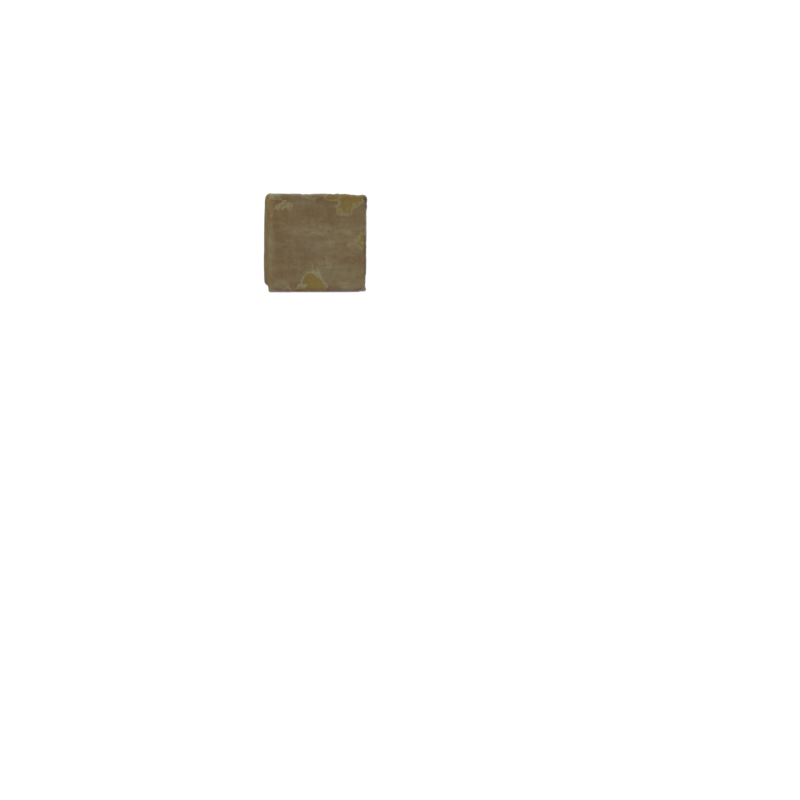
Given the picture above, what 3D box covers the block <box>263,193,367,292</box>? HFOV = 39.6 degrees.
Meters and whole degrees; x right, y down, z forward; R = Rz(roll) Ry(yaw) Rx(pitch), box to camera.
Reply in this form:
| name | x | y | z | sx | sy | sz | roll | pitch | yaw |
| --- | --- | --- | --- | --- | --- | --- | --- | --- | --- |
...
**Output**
| name | x | y | z | sx | sy | sz | roll | pitch | yaw |
| --- | --- | --- | --- | --- | --- | --- | --- | --- | --- |
| block | -0.047 | -0.087 | 0.607 | 0.052 | 0.051 | 0.079 | -1 | 7 | -8 |
